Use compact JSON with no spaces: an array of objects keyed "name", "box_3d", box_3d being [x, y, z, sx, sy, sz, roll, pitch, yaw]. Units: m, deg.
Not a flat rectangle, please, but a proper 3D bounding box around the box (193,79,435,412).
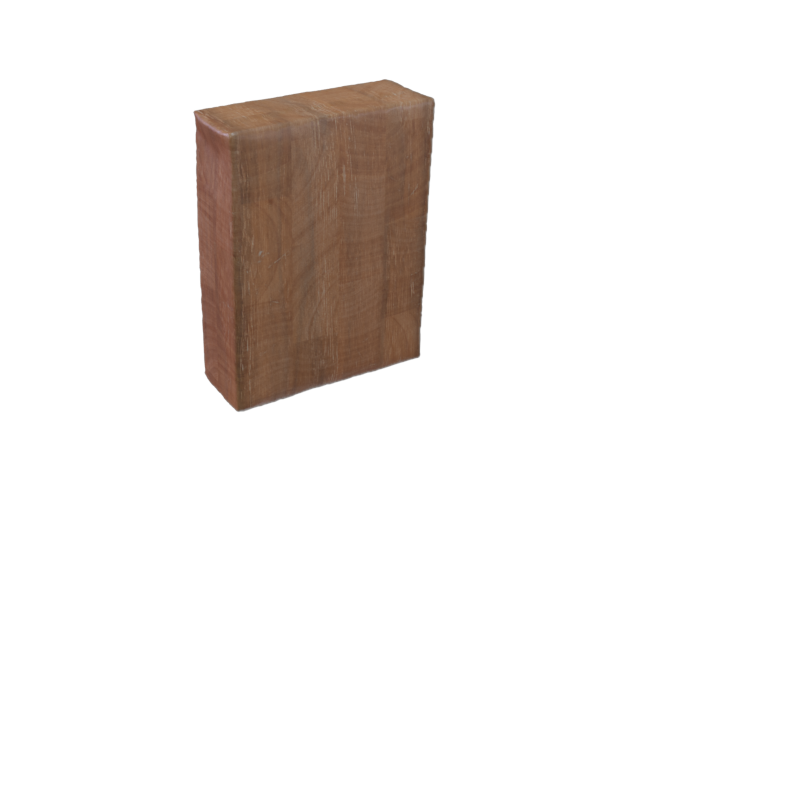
[{"name":"box","box_3d":[-0.064,-0.116,0.814,0.161,0.202,0.077,-15,31,-29]}]
